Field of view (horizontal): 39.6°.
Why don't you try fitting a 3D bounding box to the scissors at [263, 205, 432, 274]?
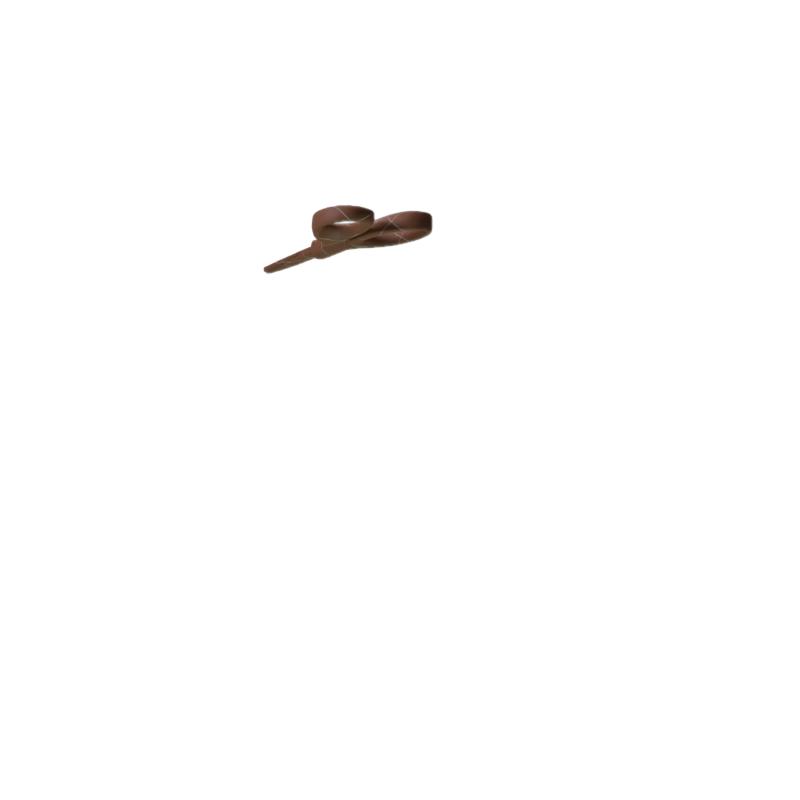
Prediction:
[{"bbox_3d":[-0.067,-0.122,0.856,0.207,0.016,0.091,-6,-10,41],"label":"scissors"}]
